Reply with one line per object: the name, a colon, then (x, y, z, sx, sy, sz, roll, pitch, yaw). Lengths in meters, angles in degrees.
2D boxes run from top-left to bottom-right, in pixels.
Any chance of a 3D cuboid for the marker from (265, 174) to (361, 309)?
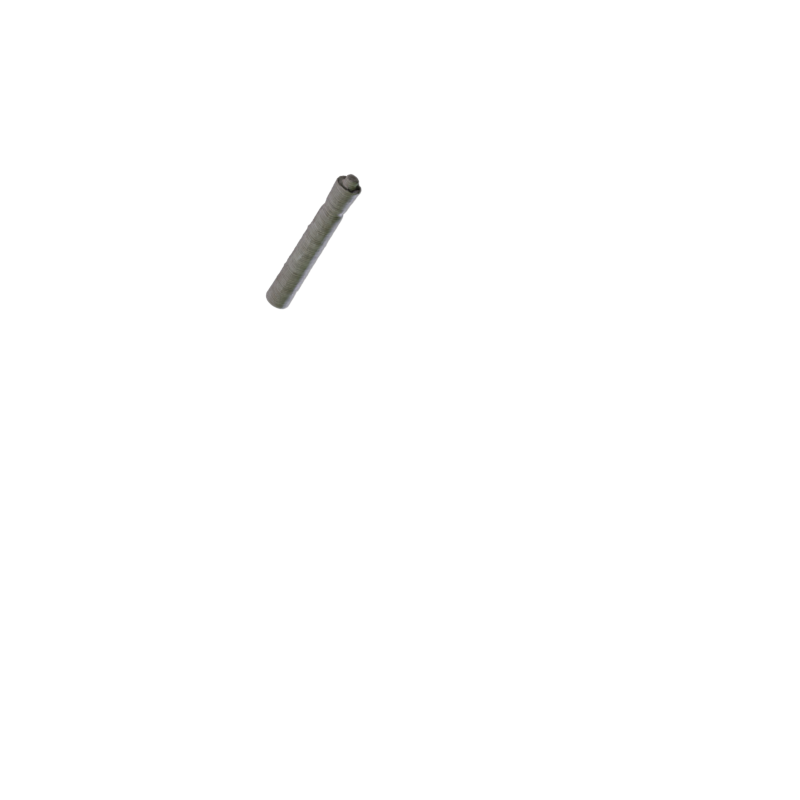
marker: (-0.060, -0.110, 0.771, 0.019, 0.021, 0.117, 22, -51, -21)
